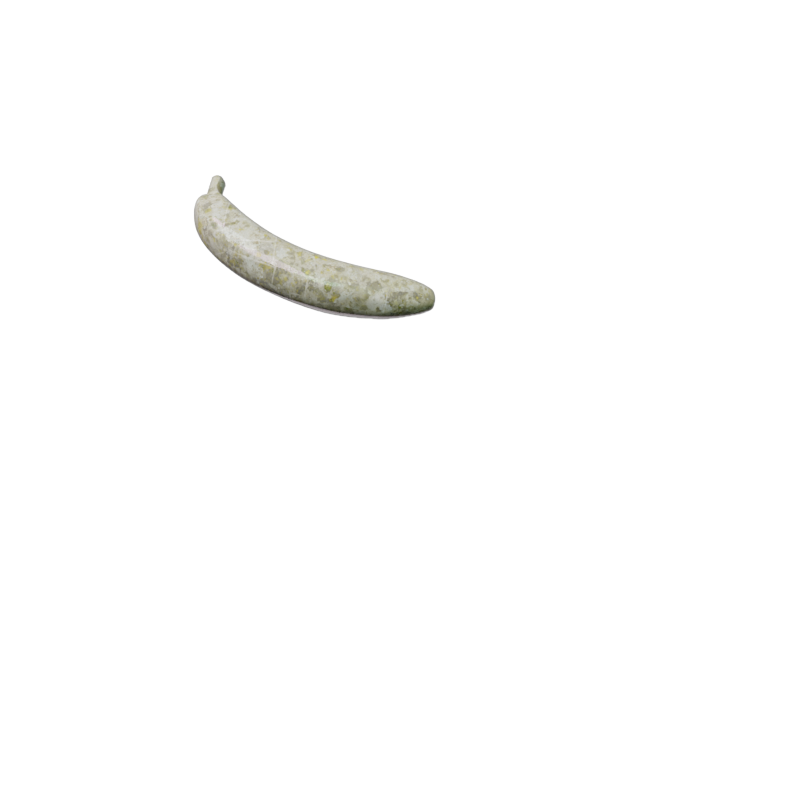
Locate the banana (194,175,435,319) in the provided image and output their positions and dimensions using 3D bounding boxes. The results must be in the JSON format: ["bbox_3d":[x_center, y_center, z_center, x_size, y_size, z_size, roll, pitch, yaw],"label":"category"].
[{"bbox_3d":[-0.074,-0.099,0.756,0.208,0.071,0.034,32,-32,22],"label":"banana"}]
